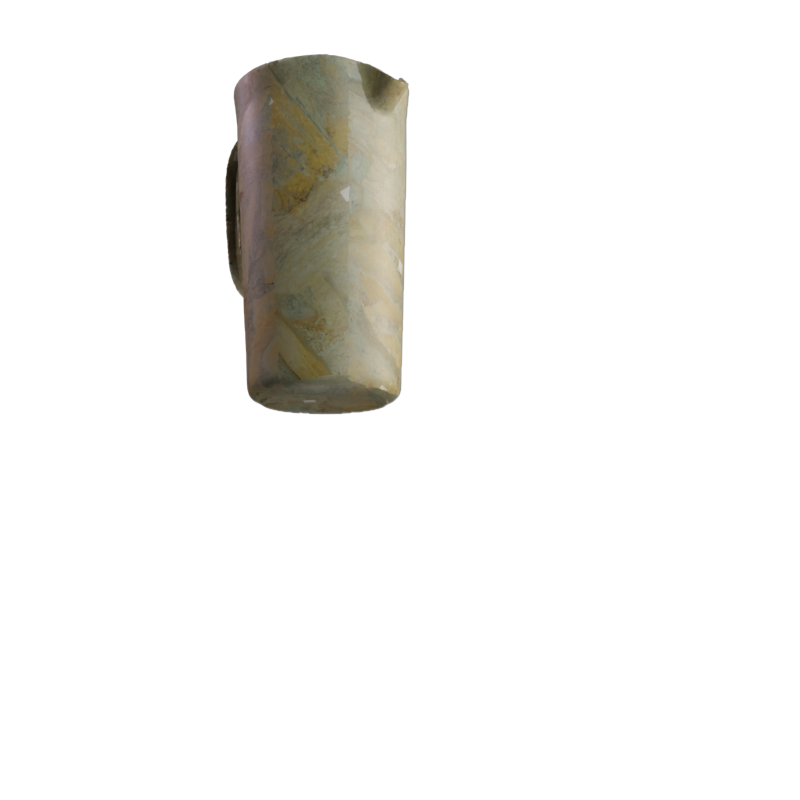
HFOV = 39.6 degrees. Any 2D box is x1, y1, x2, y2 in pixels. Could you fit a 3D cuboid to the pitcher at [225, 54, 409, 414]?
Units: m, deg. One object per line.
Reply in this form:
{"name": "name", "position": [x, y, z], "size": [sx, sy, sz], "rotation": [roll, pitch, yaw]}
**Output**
{"name": "pitcher", "position": [-0.064, -0.116, 0.814], "size": [0.145, 0.253, 0.144], "rotation": [-1, -15, -1]}
